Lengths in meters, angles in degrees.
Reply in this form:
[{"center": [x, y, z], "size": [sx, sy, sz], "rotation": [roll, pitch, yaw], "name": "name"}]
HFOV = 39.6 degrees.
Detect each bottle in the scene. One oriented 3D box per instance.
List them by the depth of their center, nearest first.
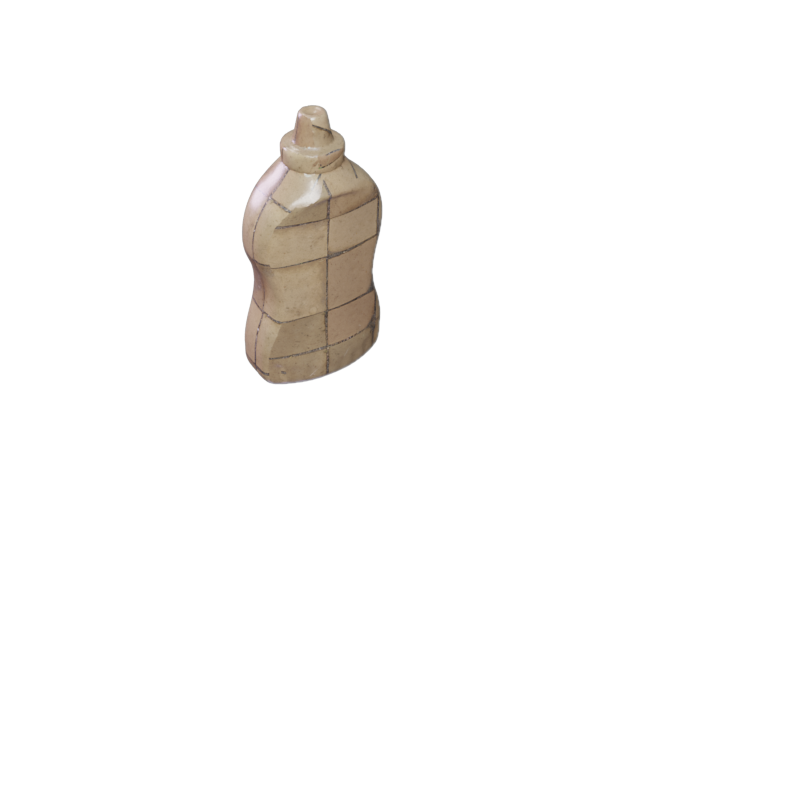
[{"center": [-0.057, -0.104, 0.730], "size": [0.095, 0.179, 0.063], "rotation": [-19, 42, -26], "name": "bottle"}]
